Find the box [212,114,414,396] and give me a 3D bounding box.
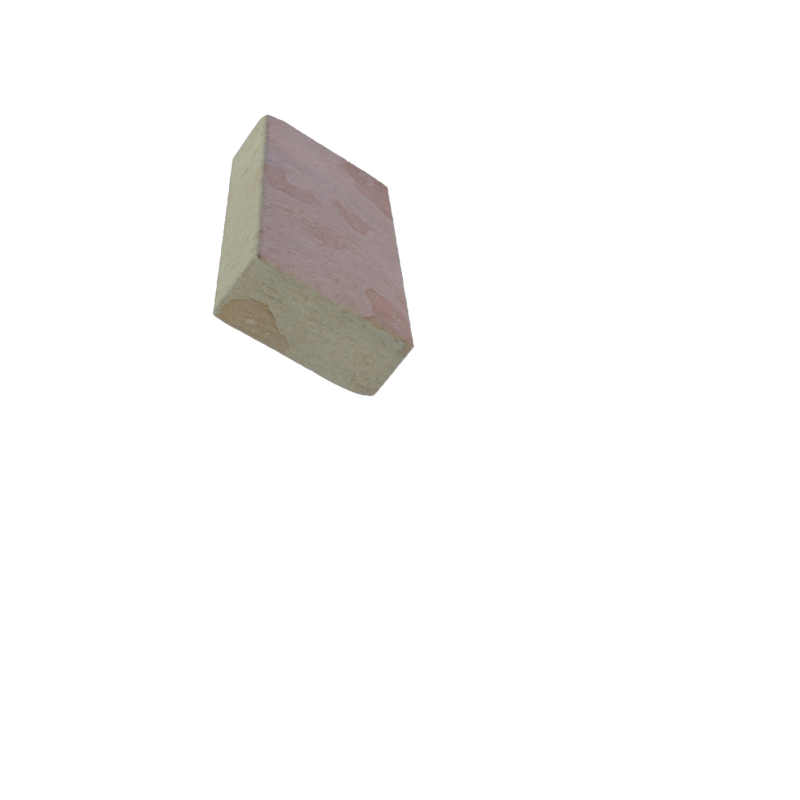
[{"bbox_3d":[-0.047,-0.085,0.596,0.089,0.047,0.188,28,30,-22],"label":"box"}]
